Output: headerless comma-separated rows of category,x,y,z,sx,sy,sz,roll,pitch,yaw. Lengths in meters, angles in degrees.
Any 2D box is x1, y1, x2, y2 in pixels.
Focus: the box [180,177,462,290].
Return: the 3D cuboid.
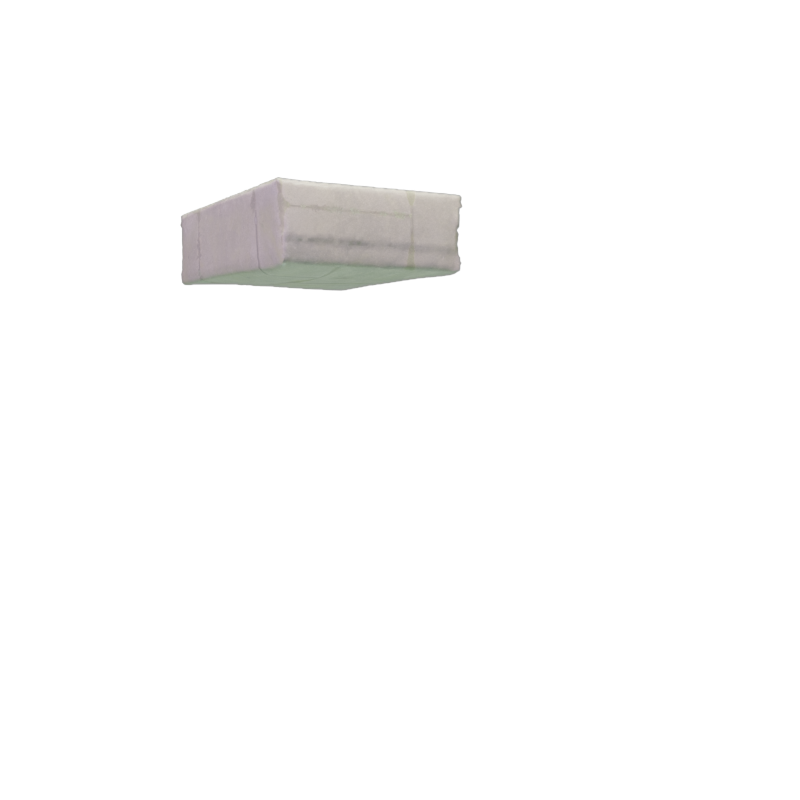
box,-0.040,-0.072,0.505,0.087,0.039,0.117,-1,2,-30
